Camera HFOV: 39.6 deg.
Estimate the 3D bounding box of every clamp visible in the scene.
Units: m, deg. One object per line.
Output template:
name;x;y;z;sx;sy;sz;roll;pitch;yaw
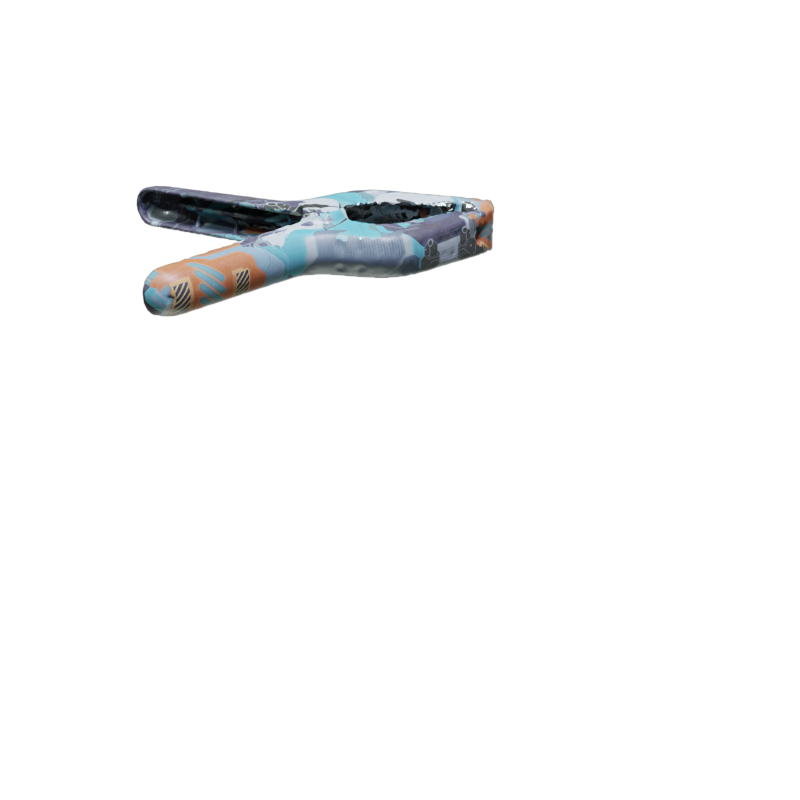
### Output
clamp;-0.048;-0.088;0.616;0.209;0.034;0.174;-2;27;-4
